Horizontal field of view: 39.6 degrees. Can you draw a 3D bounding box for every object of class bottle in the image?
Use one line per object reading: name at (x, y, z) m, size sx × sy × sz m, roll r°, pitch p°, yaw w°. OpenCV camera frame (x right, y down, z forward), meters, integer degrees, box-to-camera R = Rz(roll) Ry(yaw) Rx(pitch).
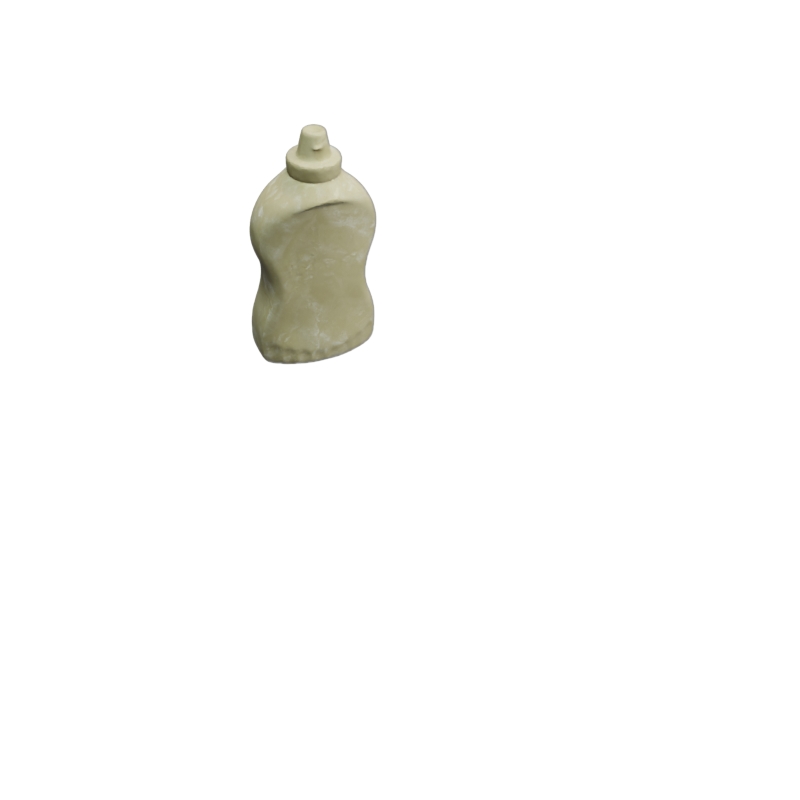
bottle at (-0.066, -0.120, 0.841) m, size 0.095 × 0.179 × 0.063 m, roll -11°, pitch 37°, yaw -18°
